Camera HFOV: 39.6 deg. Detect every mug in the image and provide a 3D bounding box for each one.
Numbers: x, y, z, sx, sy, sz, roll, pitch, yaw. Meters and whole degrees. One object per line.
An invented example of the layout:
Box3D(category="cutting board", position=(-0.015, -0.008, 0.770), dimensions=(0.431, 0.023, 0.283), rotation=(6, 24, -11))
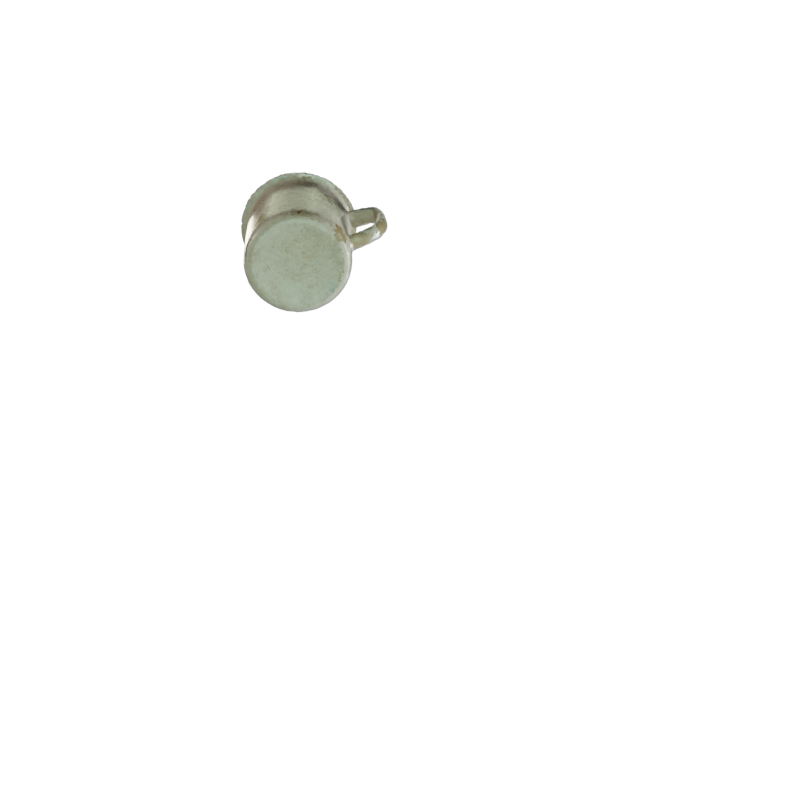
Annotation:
Box3D(category="mug", position=(-0.067, -0.122, 0.856), dimensions=(0.117, 0.088, 0.086), rotation=(-12, 25, 4))
